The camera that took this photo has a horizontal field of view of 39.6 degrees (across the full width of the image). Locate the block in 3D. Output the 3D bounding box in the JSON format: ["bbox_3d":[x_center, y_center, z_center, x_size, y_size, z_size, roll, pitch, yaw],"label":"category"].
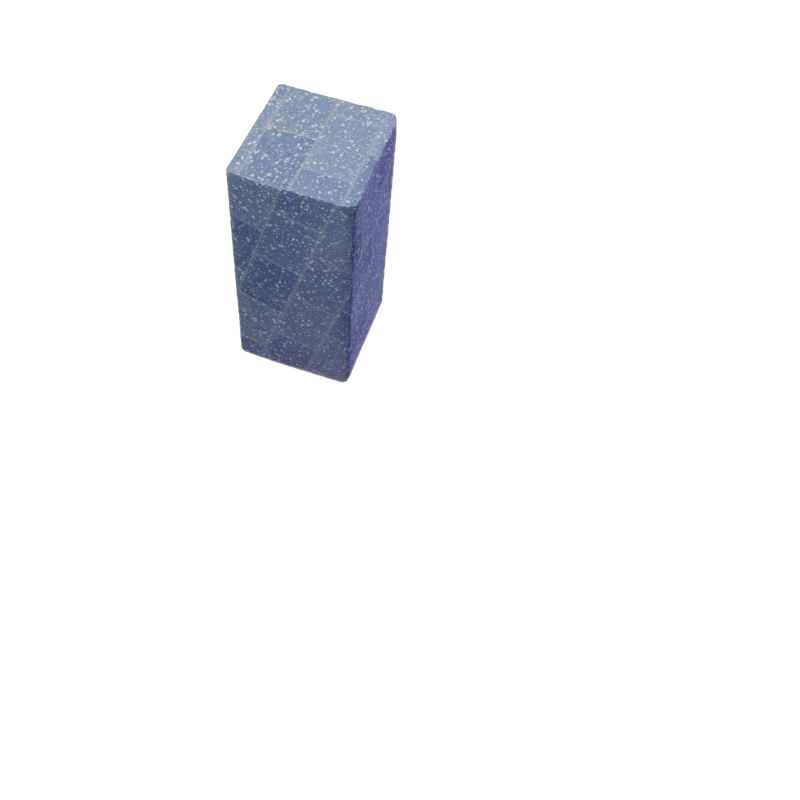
[{"bbox_3d":[-0.062,-0.114,0.800,0.092,0.095,0.193,18,-34,9],"label":"block"}]
